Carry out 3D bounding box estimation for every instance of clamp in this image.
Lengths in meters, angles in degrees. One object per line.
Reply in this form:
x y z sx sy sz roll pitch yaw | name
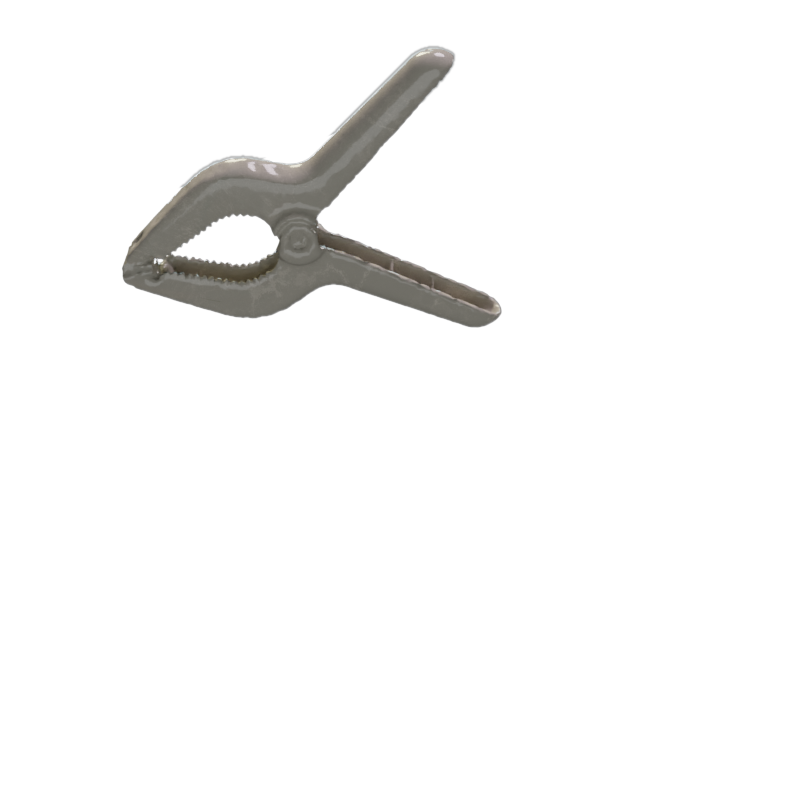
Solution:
-0.048 -0.088 0.619 0.211 0.155 0.038 -18 24 8 | clamp
